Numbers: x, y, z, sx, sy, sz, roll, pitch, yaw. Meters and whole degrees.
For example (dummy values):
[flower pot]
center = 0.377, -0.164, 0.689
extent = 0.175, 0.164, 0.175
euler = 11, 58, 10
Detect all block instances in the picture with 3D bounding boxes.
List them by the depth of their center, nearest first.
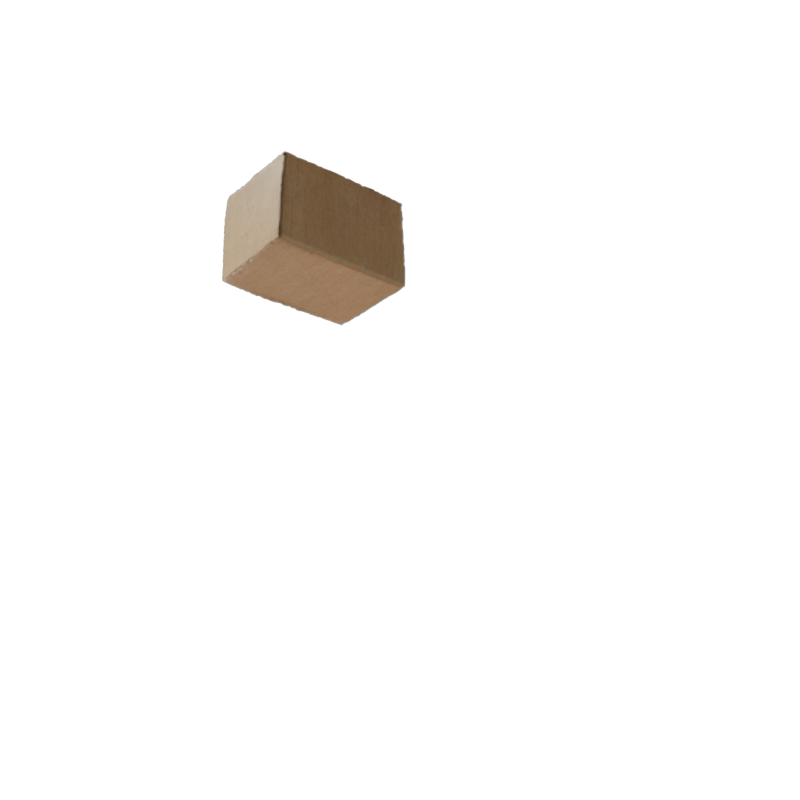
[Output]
[block]
center = -0.044, -0.079, 0.556
extent = 0.074, 0.055, 0.052
euler = 20, -35, -34
